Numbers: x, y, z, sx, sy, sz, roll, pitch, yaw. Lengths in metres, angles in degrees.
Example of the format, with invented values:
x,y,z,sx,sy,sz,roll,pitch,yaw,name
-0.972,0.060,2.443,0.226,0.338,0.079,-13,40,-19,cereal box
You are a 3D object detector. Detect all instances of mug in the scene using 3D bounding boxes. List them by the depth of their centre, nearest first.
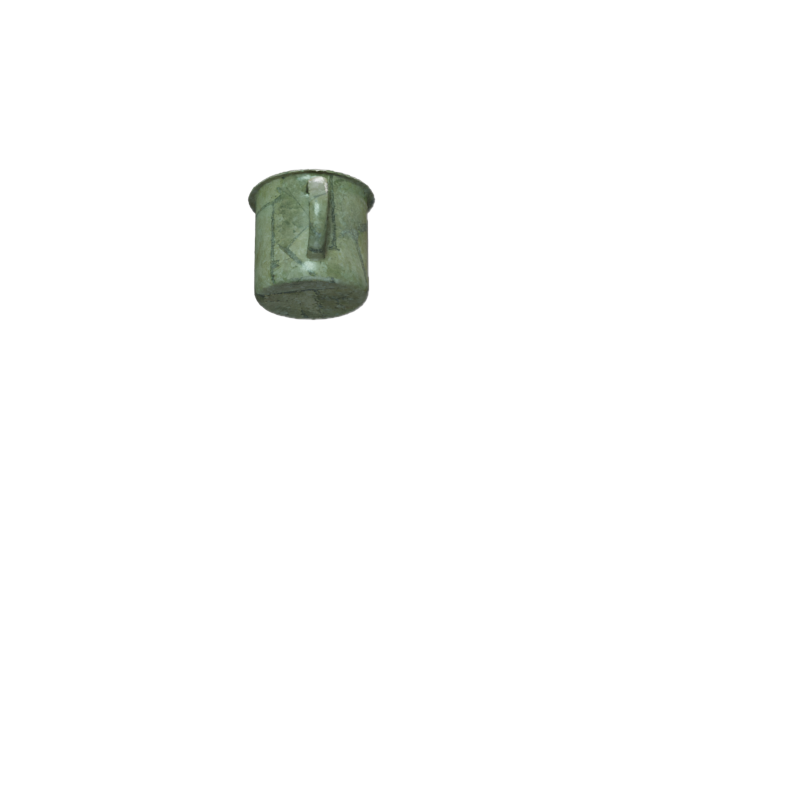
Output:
x,y,z,sx,sy,sz,roll,pitch,yaw,name
-0.062,-0.112,0.787,0.092,0.086,0.112,3,-22,-9,mug
